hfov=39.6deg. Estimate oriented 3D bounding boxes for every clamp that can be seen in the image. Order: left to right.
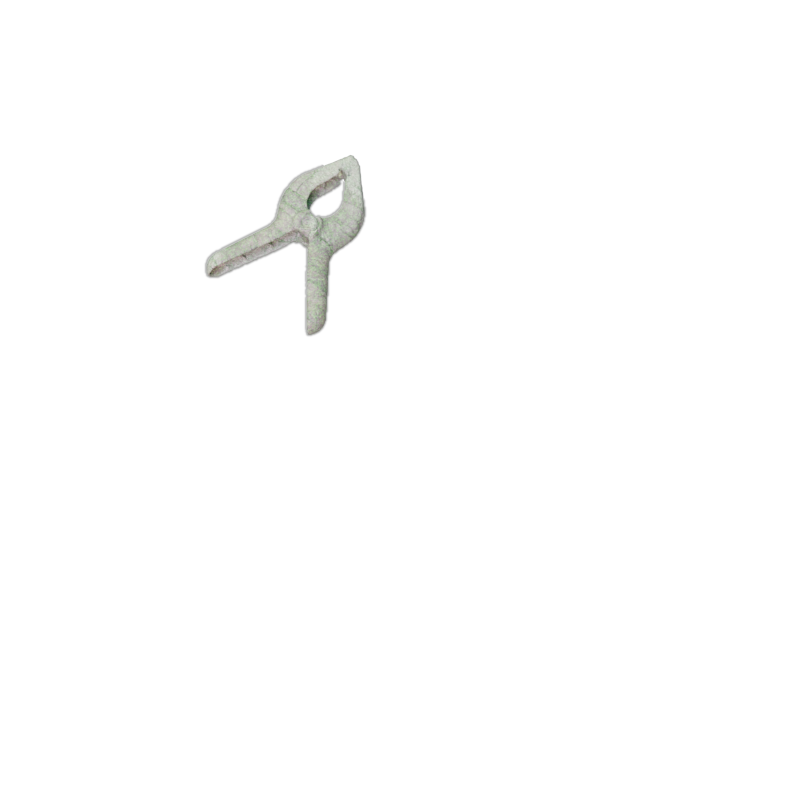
[{"bbox_3d":[-0.078,-0.143,1.000,0.124,0.173,0.038,39,-14,11],"label":"clamp"}]
